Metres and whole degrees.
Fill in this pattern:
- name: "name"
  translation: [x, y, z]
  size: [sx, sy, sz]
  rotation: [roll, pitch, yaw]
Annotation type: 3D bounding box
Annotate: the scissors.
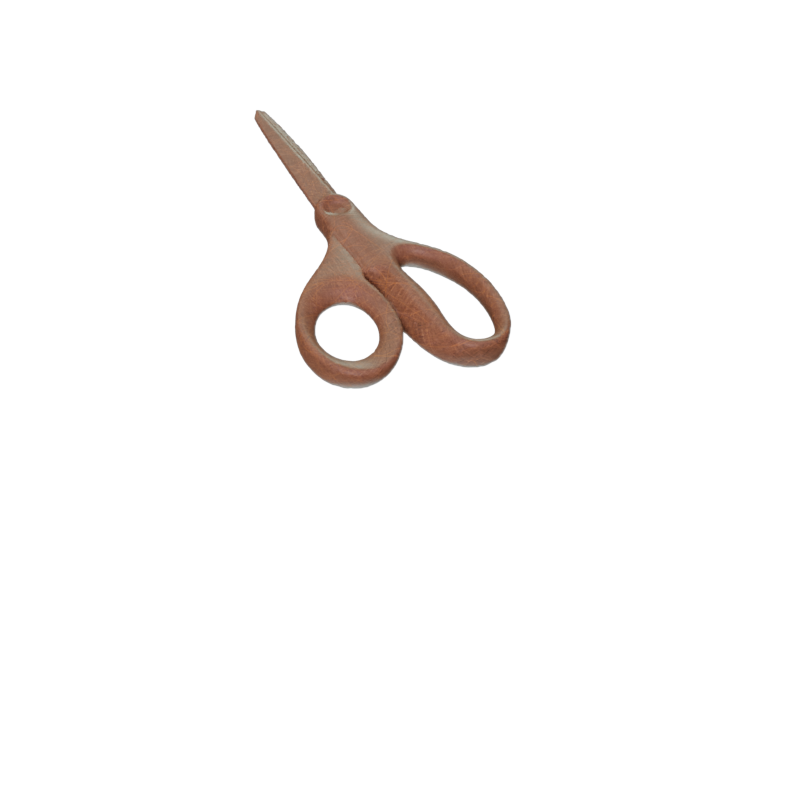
- name: "scissors"
  translation: [-0.039, -0.071, 0.499]
  size: [0.096, 0.015, 0.216]
  rotation: [-30, 52, -28]
